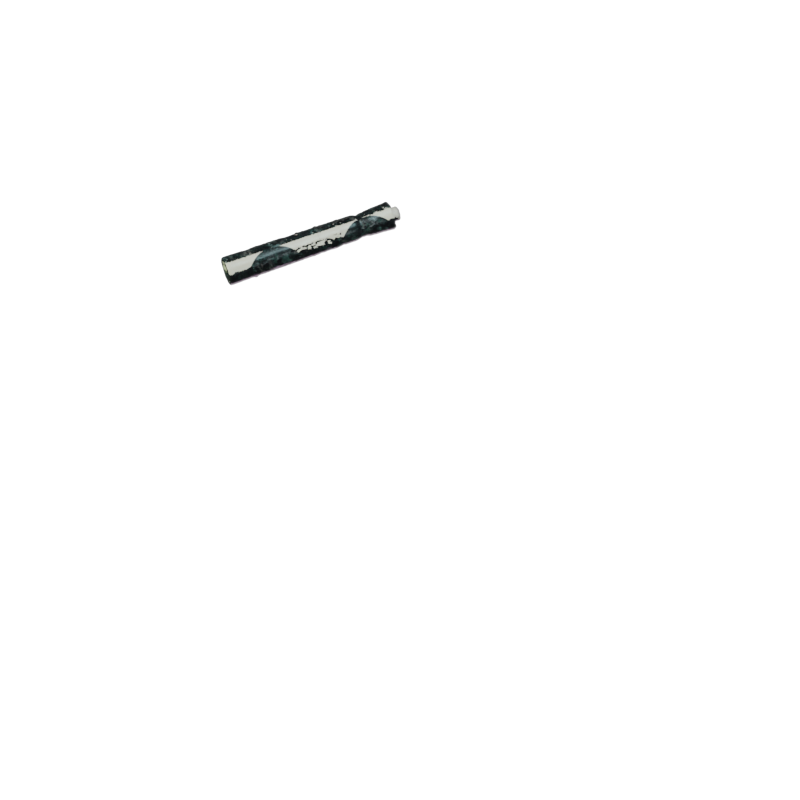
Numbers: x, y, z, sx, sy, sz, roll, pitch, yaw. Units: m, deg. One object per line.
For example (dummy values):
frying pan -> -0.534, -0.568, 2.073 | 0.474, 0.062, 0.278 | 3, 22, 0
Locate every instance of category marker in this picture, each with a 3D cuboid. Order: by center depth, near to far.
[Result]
marker -> -0.056, -0.103, 0.719 | 0.120, 0.019, 0.020 | -21, 9, -12
